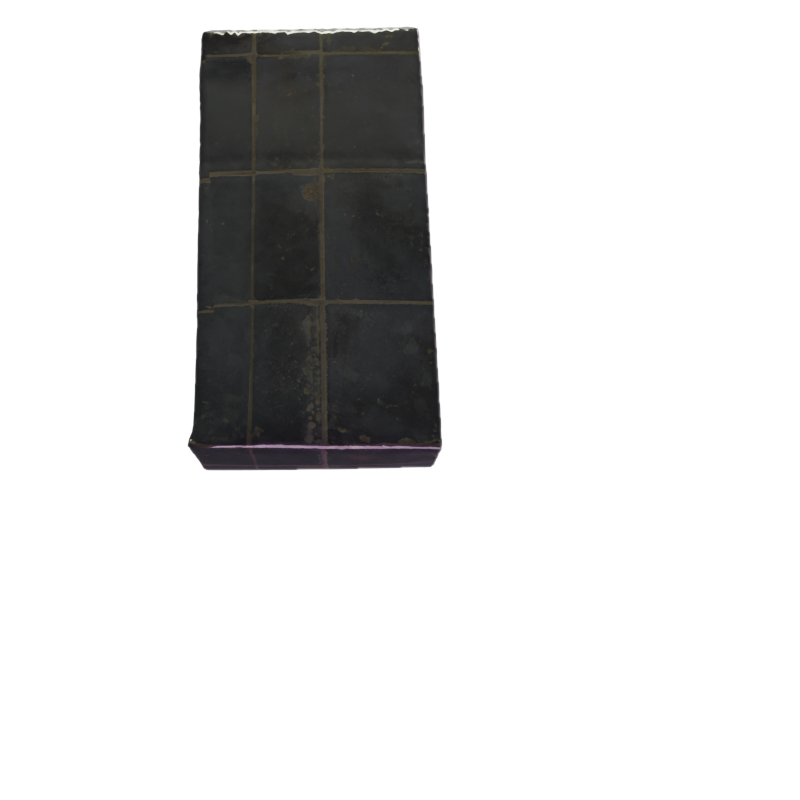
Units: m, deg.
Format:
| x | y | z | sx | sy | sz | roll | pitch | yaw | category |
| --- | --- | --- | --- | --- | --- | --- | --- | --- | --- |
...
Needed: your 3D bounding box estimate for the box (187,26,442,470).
| x | y | z | sx | sy | sz | roll | pitch | yaw | category |
| --- | --- | --- | --- | --- | --- | --- | --- | --- | --- |
| -0.035 | -0.063 | 0.446 | 0.093 | 0.185 | 0.046 | -1 | -22 | -1 | box |
